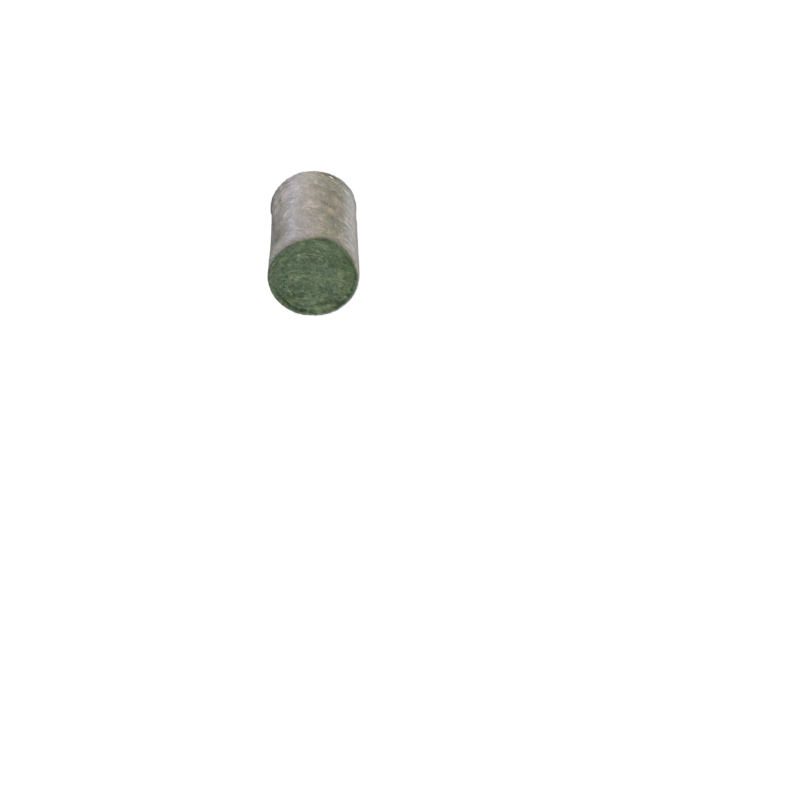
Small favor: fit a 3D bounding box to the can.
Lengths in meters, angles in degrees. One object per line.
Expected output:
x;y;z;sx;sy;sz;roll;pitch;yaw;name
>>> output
-0.065;-0.119;0.832;0.068;0.064;0.109;-1;36;-3;can
